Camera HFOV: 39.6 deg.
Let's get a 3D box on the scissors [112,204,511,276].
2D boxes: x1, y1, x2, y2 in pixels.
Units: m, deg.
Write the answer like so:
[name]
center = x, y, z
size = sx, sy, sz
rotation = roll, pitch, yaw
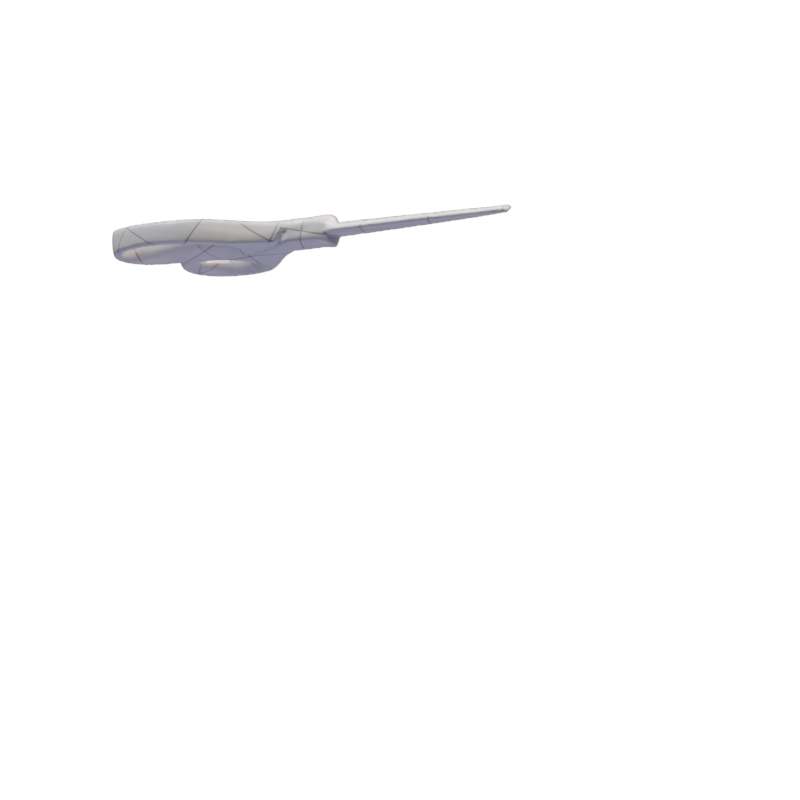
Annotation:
[scissors]
center = -0.043, -0.079, 0.555
size = 0.205, 0.016, 0.093
rotation = -1, -4, 13
